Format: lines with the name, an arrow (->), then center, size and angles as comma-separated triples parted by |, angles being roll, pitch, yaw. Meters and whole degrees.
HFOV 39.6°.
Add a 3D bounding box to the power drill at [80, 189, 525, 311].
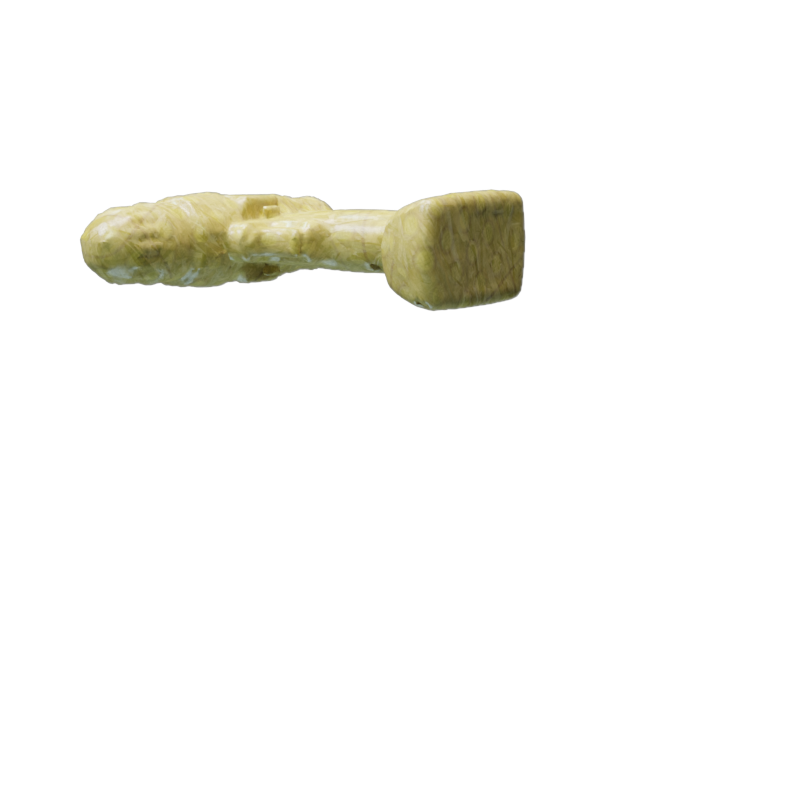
power drill -> -0.045, -0.082, 0.577 | 0.196, 0.056, 0.180 | 9, 16, 35
